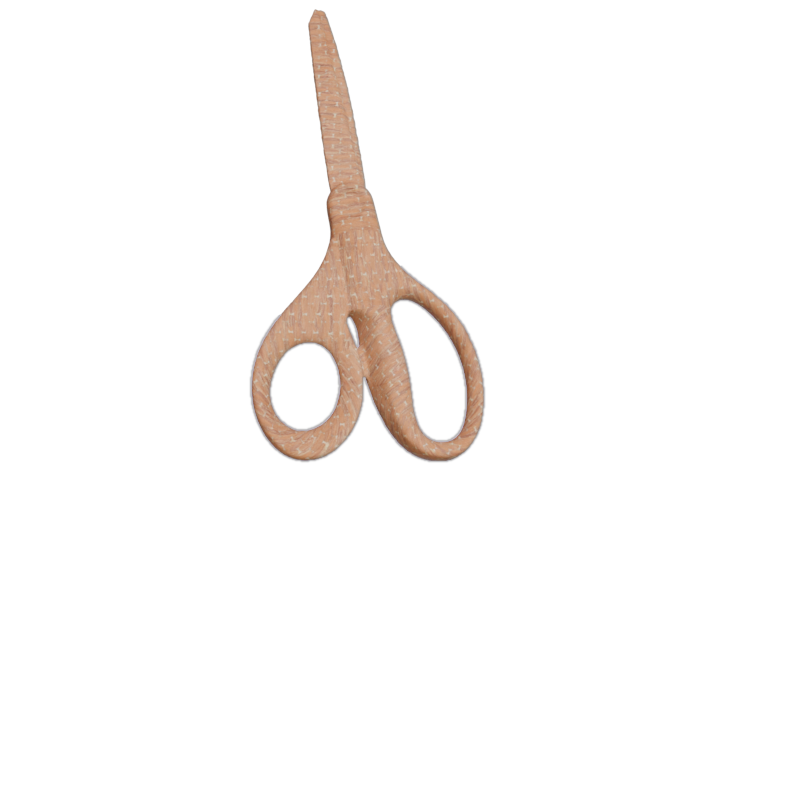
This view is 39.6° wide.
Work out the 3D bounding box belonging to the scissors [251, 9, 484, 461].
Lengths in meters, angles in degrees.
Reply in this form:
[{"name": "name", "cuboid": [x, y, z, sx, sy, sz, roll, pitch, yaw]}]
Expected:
[{"name": "scissors", "cuboid": [-0.035, -0.064, 0.445, 0.096, 0.213, 0.015, -22, -20, -9]}]
